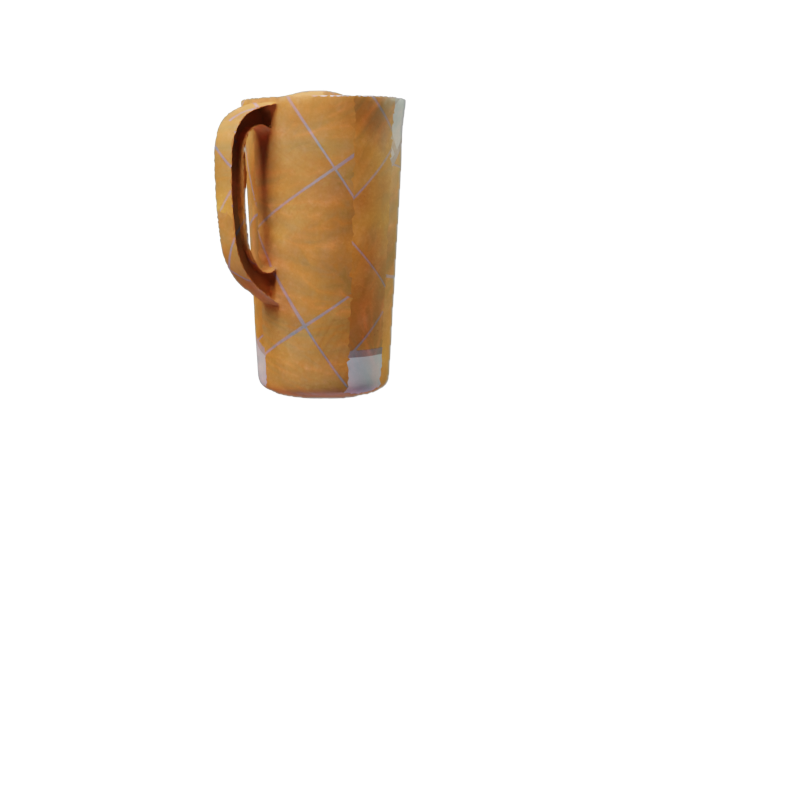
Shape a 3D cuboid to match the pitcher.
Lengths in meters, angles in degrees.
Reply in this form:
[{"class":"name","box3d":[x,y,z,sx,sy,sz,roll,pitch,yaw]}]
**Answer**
[{"class":"pitcher","box3d":[-0.070,-0.128,0.898,0.149,0.241,0.147,0,5,-2]}]
